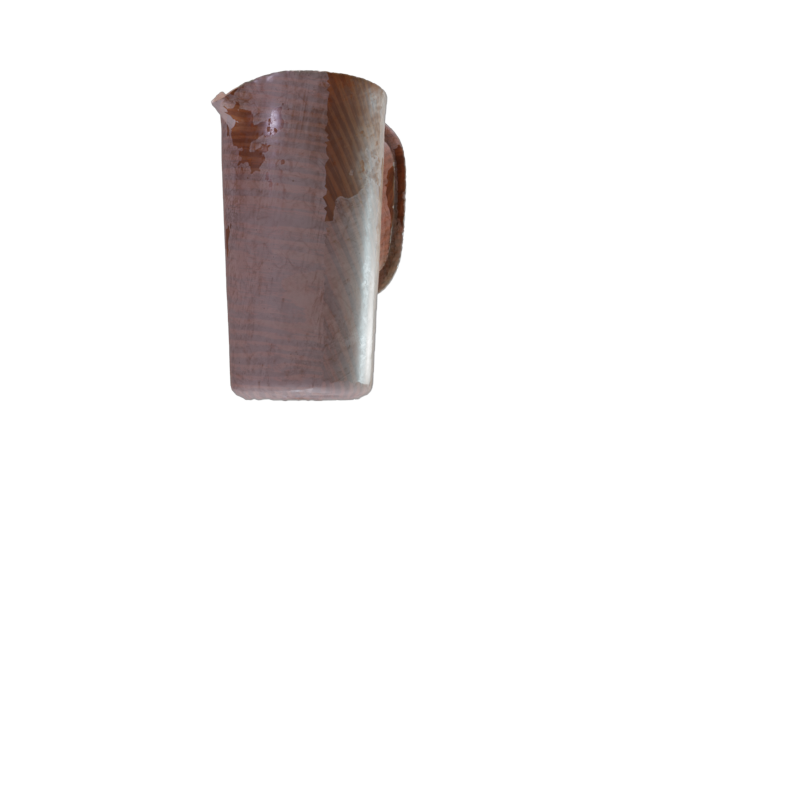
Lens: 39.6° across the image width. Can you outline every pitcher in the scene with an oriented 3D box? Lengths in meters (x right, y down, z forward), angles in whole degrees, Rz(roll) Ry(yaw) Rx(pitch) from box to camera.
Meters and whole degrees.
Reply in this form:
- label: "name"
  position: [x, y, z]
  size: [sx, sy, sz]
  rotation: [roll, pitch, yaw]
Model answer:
- label: "pitcher"
  position: [-0.067, -0.123, 0.860]
  size: [0.149, 0.248, 0.142]
  rotation: [-1, -8, 1]
